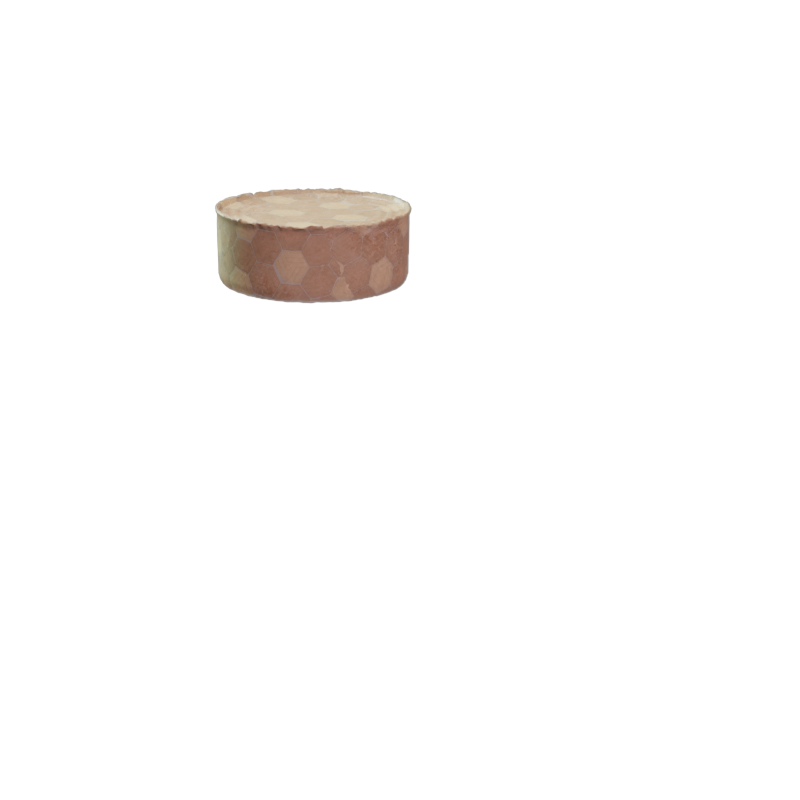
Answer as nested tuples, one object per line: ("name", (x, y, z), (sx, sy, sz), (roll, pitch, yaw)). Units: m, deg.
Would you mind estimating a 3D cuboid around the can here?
("can", (-0.038, -0.070, 0.488), (0.086, 0.032, 0.089), (-1, 20, -2))
